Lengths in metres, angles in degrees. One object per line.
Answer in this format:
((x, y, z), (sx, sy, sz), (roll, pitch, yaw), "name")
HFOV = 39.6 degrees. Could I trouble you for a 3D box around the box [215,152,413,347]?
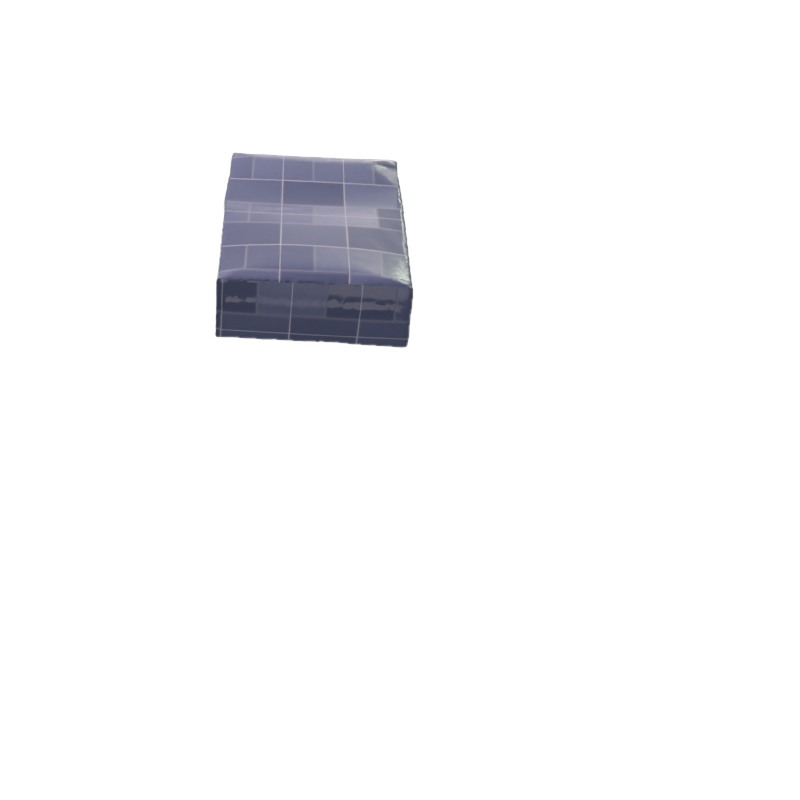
((-0.078, -0.142, 0.997), (0.163, 0.067, 0.229), (2, 39, -4), "box")
